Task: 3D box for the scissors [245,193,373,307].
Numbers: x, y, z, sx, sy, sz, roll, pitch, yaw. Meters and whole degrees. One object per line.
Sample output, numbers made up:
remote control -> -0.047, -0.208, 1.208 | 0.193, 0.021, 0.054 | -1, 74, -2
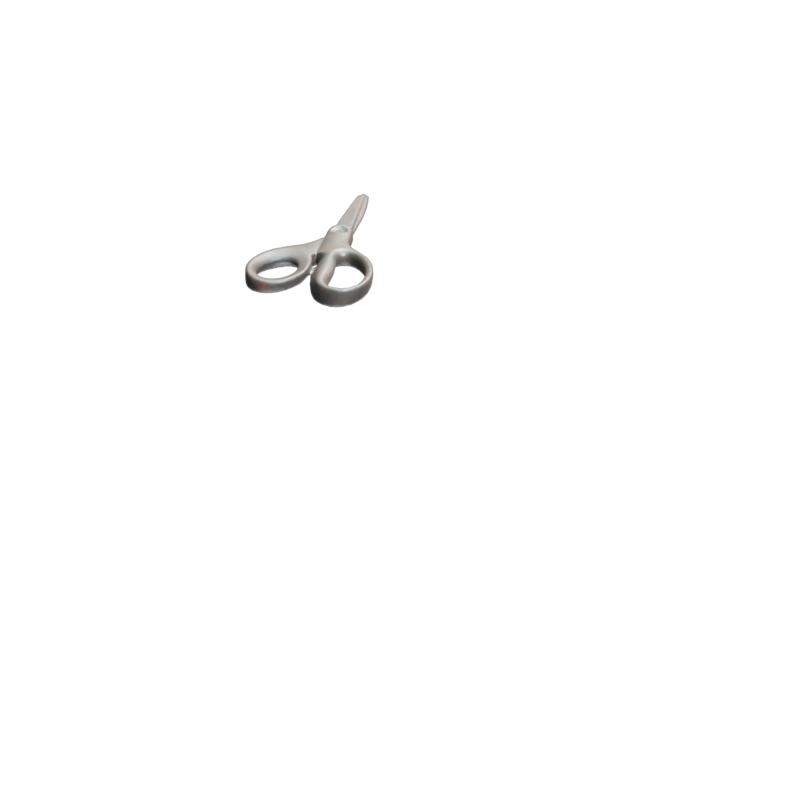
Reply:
scissors -> -0.063, -0.116, 0.810 | 0.096, 0.015, 0.214 | -2, 28, -4
